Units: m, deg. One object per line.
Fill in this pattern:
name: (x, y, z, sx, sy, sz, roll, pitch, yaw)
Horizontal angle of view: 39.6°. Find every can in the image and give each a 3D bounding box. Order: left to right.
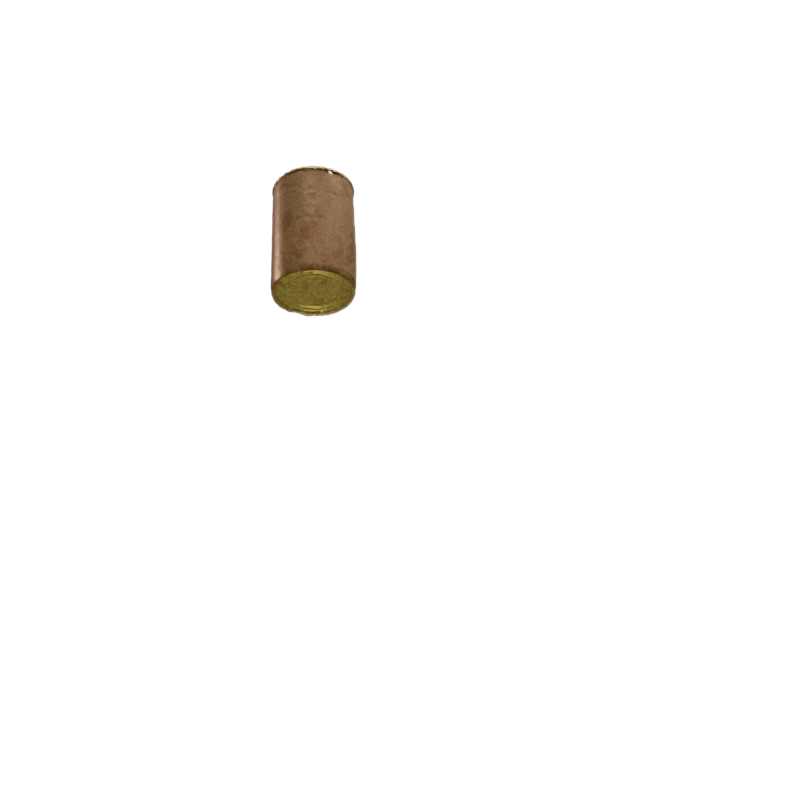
can: (-0.069, -0.127, 0.886, 0.068, 0.109, 0.064, -1, -33, -2)
